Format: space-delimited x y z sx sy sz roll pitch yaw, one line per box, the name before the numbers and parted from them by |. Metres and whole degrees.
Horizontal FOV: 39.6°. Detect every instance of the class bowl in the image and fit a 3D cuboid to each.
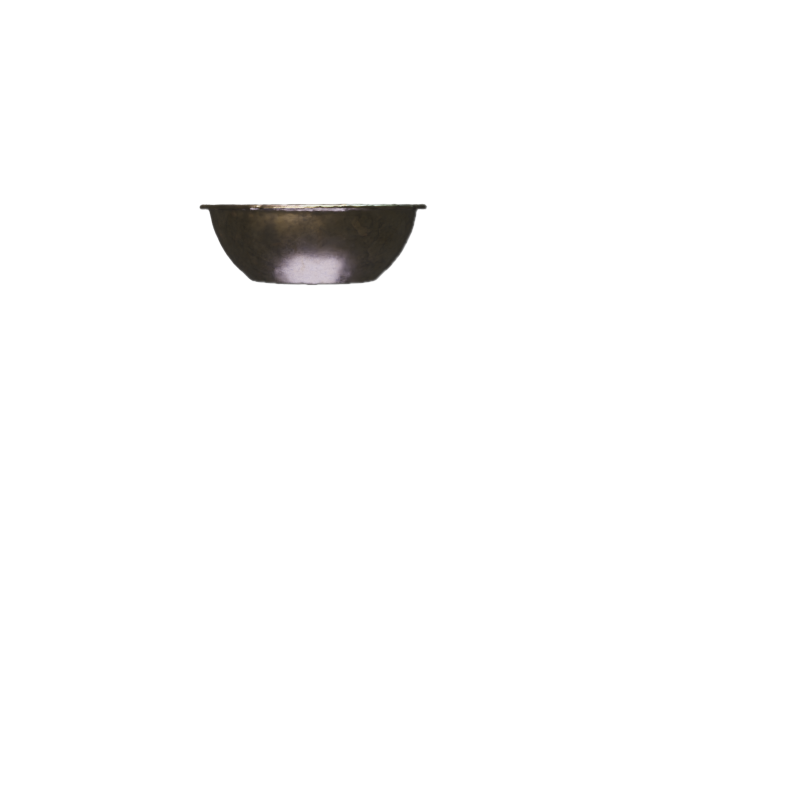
bowl | -0.062 -0.113 0.790 0.162 0.054 0.165 0 10 -2
